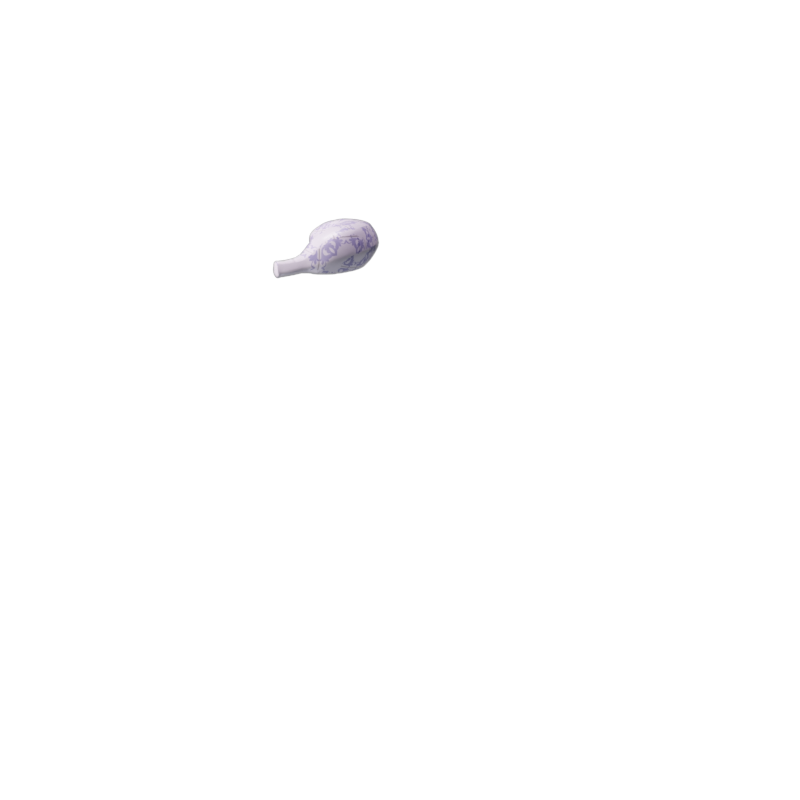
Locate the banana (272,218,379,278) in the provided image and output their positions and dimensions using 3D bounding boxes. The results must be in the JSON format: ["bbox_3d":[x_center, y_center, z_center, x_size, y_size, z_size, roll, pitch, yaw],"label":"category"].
[{"bbox_3d":[-0.051,-0.124,0.873,0.070,0.036,0.200,1,12,4],"label":"banana"}]
